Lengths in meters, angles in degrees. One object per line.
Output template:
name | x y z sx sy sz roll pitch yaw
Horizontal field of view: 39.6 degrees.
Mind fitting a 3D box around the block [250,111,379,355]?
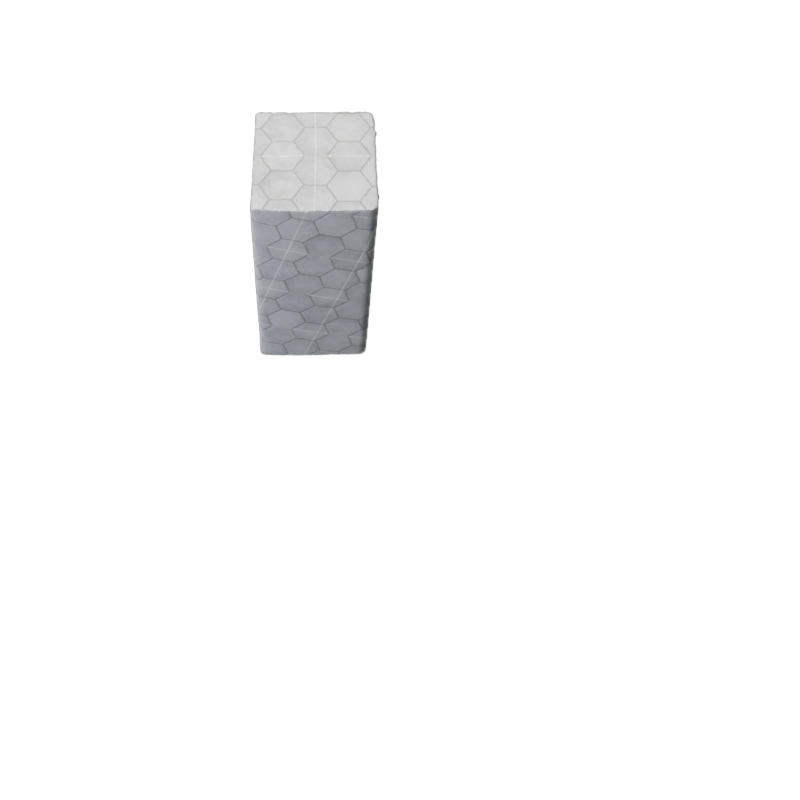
block | -0.067 -0.123 0.866 0.090 0.097 0.194 0 -30 -3
